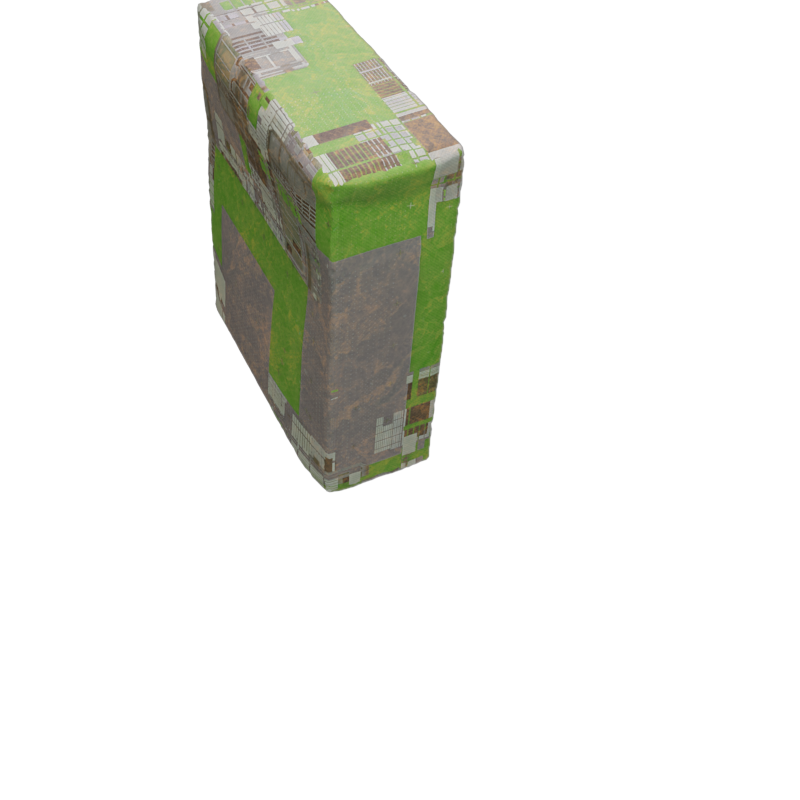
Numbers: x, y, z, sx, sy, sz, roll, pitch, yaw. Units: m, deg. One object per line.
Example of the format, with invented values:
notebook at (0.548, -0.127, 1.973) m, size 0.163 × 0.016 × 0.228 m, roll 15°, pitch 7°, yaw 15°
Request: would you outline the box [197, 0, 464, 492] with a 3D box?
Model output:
box at (-0.045, -0.082, 0.576) m, size 0.071 × 0.199 × 0.178 m, roll -18°, pitch 49°, yaw -20°
